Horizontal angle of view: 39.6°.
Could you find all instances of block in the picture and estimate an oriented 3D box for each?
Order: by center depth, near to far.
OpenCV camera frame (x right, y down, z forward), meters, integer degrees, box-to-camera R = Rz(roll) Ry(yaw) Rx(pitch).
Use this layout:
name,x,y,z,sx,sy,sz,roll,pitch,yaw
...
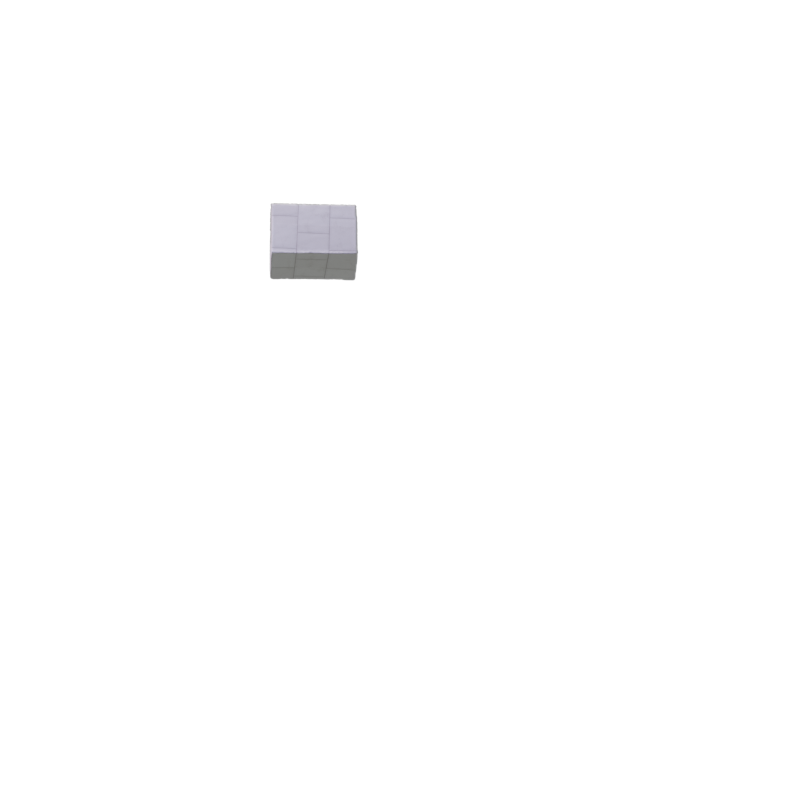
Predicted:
name,x,y,z,sx,sy,sz,roll,pitch,yaw
block,-0.077,-0.141,0.987,0.077,0.054,0.050,1,-25,-4
